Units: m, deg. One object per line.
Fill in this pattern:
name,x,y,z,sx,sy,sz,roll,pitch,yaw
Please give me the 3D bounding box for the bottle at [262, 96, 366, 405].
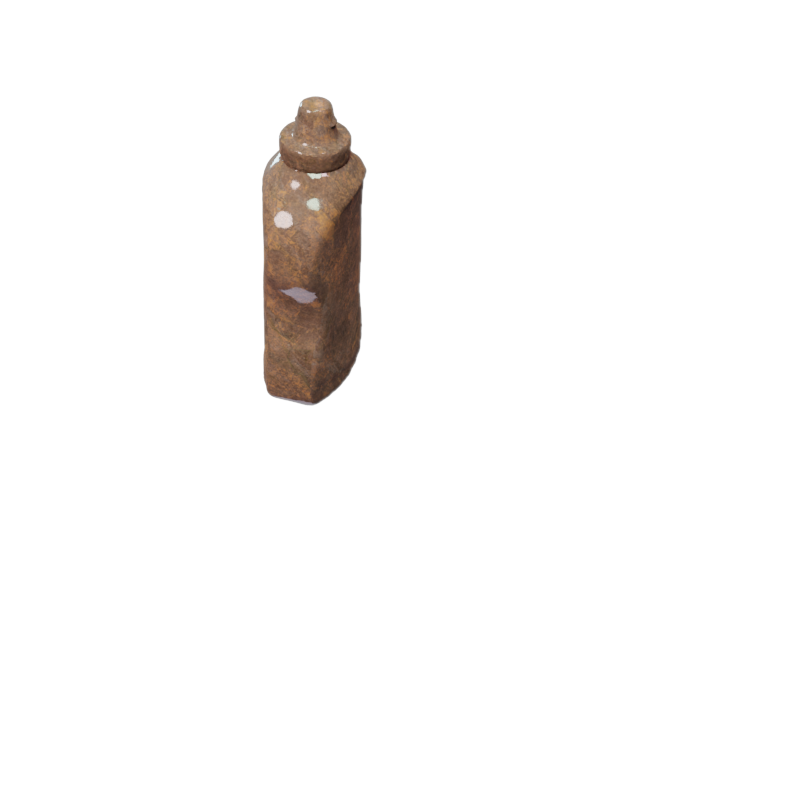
bottle,-0.052,-0.095,0.668,0.060,0.179,0.100,13,42,11
